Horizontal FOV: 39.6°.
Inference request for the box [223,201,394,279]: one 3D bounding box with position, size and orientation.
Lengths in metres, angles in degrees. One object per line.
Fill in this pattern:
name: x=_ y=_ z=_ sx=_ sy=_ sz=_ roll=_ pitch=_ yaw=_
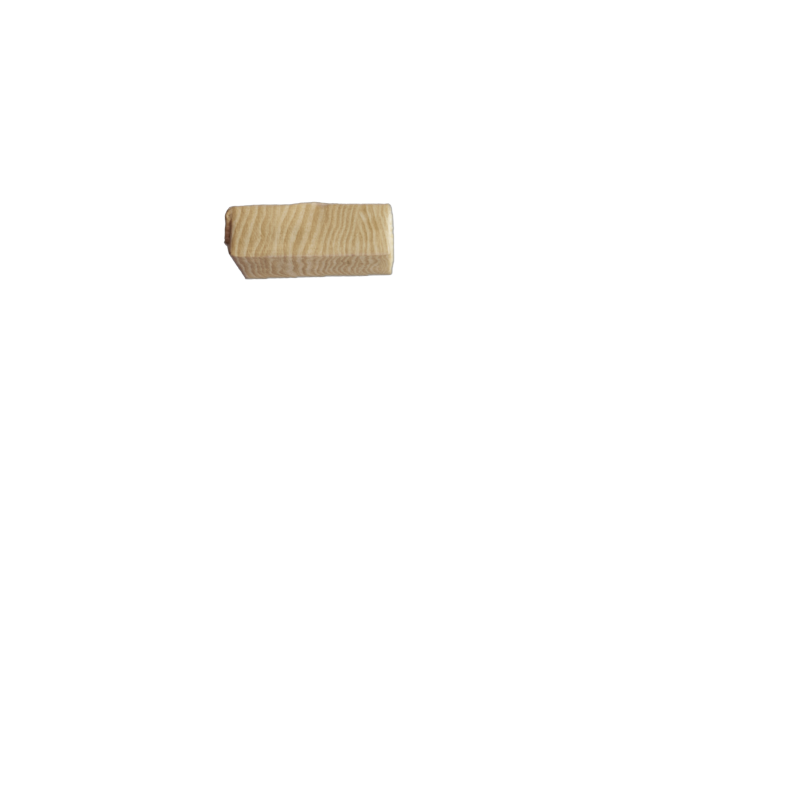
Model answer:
box: x=-0.048 y=-0.087 z=0.613 sx=0.090 sy=0.031 sz=0.071 roll=0 pitch=-4 yaw=3
